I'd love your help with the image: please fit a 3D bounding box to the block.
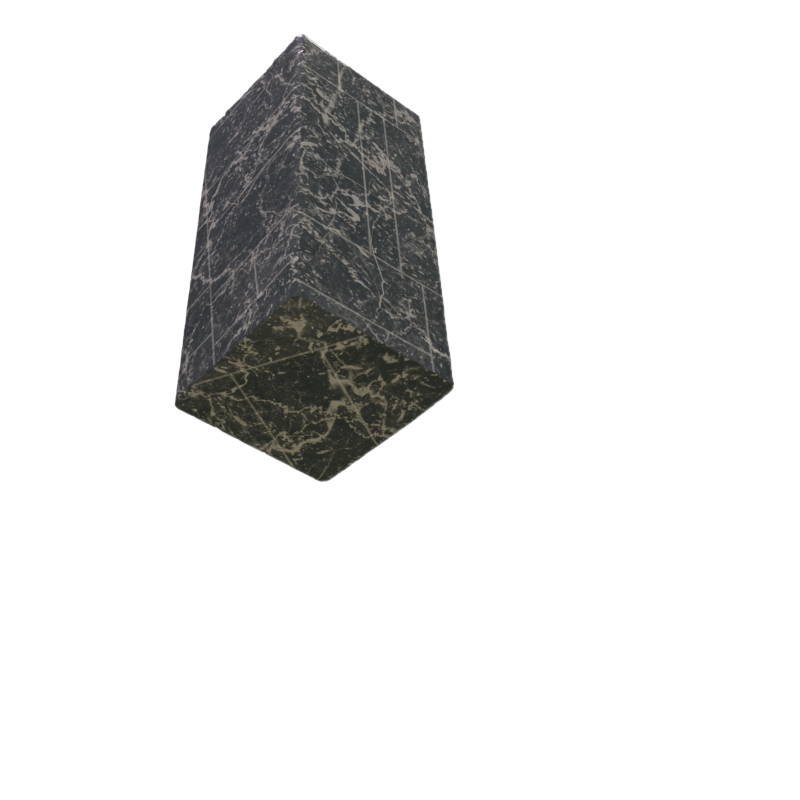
[{"bbox_3d":[-0.044,-0.079,0.556,0.086,0.221,0.089,30,-54,-29],"label":"block"}]
